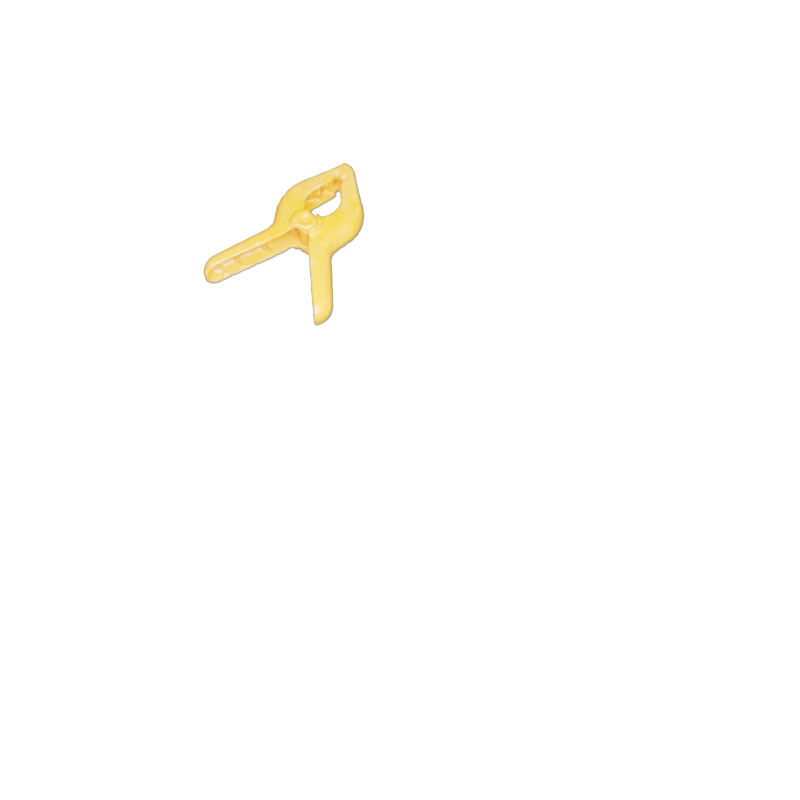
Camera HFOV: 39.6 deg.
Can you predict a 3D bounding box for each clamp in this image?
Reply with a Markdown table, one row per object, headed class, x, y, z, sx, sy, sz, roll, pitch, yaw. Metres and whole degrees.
| class | x | y | z | sx | sy | sz | roll | pitch | yaw |
| --- | --- | --- | --- | --- | --- | --- | --- | --- | --- |
| clamp | -0.076 | -0.139 | 0.970 | 0.125 | 0.175 | 0.037 | 31 | -28 | 18 |
